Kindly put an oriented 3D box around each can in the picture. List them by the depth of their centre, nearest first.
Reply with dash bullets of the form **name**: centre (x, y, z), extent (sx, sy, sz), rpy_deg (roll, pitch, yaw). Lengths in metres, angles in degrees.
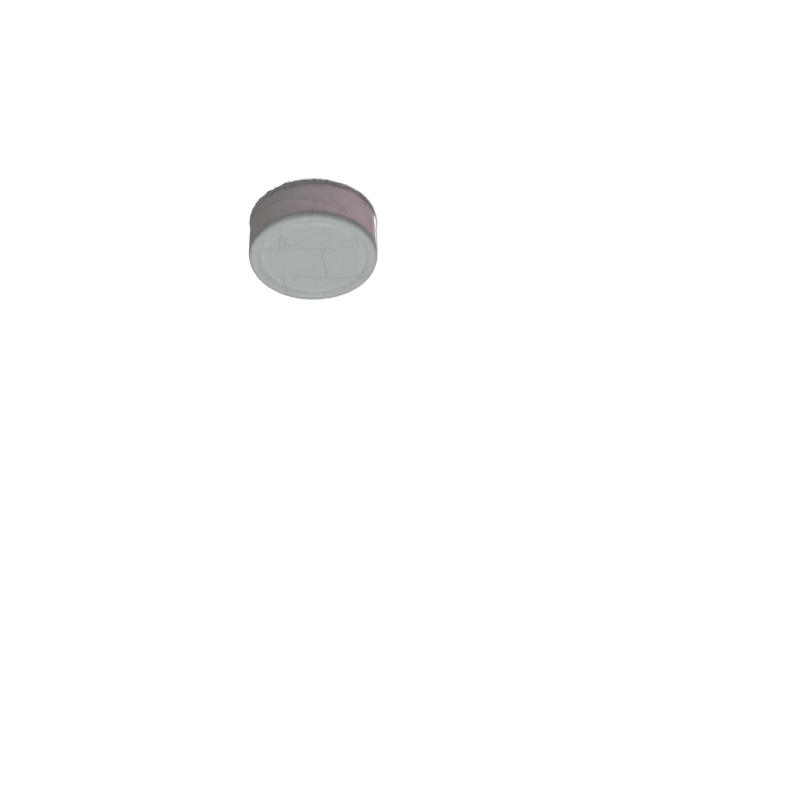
- **can**: centre (-0.057, -0.104, 0.731), extent (0.086, 0.036, 0.080), rpy_deg (1, -37, -2)
